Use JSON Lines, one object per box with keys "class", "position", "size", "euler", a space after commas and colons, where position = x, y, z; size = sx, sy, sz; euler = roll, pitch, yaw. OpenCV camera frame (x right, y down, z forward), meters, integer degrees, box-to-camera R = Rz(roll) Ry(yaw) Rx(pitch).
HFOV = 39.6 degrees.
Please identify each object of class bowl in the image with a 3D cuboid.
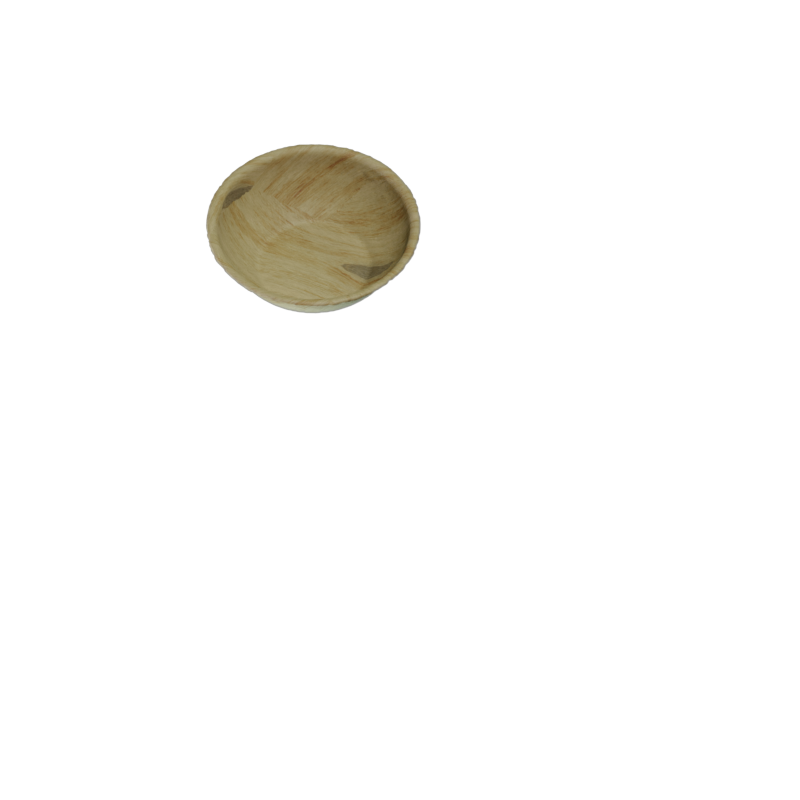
{"class": "bowl", "position": [-0.067, -0.122, 0.855], "size": [0.162, 0.174, 0.051], "euler": [-1, -37, -1]}
